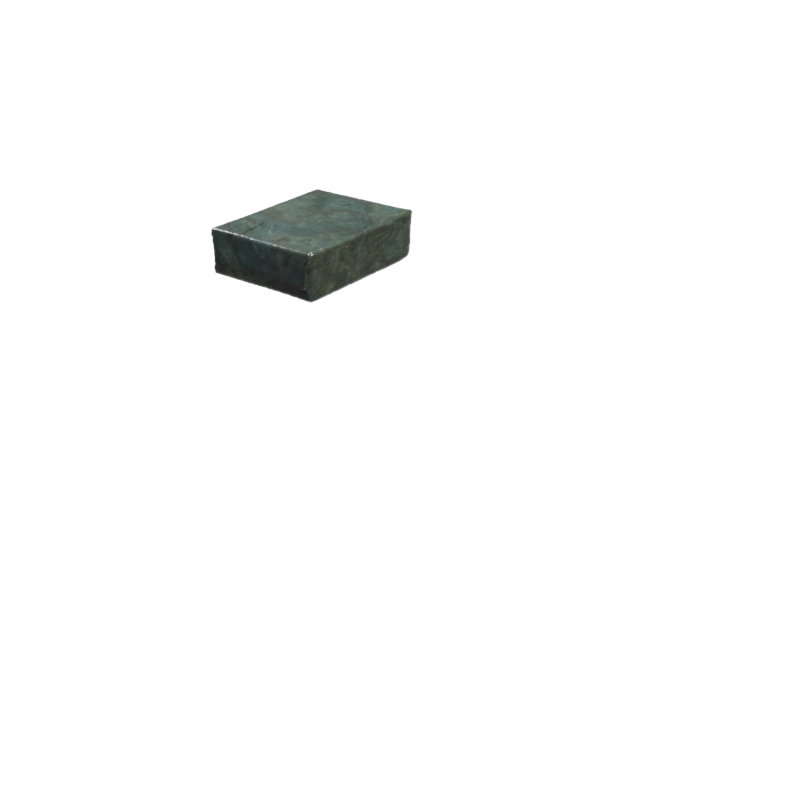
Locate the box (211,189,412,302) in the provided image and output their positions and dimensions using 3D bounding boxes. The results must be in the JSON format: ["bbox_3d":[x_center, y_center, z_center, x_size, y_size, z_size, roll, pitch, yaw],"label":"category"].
[{"bbox_3d":[-0.060,-0.109,0.766,0.095,0.037,0.113,19,31,34],"label":"box"}]
